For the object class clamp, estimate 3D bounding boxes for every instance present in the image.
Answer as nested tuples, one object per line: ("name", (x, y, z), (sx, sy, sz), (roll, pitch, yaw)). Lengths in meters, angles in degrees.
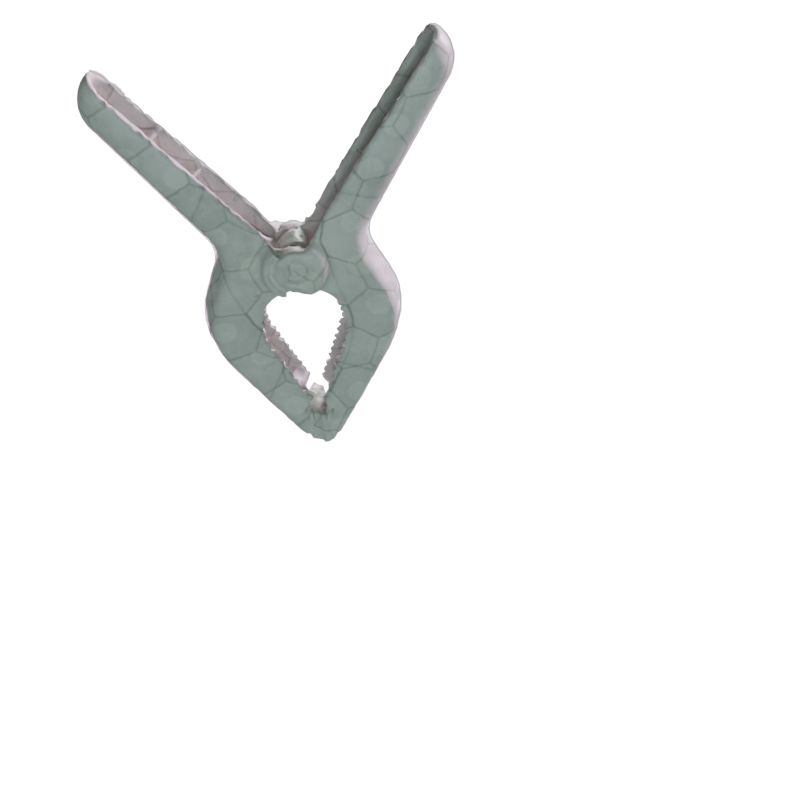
("clamp", (-0.041, -0.074, 0.520), (0.165, 0.197, 0.039), (-12, 29, 7))
